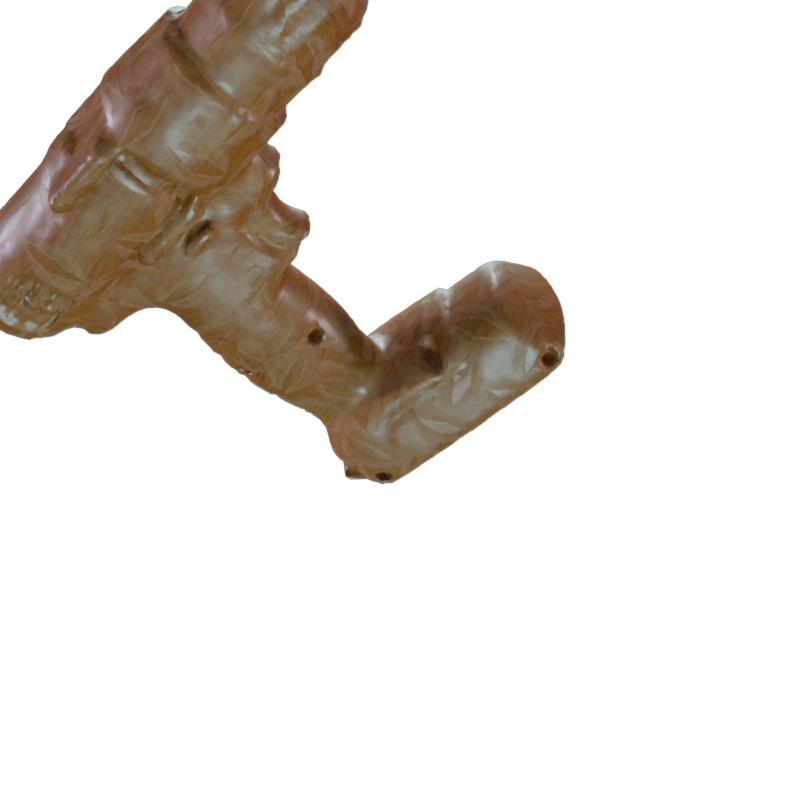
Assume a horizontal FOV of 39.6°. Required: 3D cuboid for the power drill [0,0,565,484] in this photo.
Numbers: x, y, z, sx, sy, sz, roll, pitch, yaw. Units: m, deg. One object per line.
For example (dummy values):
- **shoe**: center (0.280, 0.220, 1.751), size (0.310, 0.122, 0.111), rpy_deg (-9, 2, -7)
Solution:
- **power drill**: center (-0.030, -0.055, 0.387), size (0.177, 0.062, 0.182), rpy_deg (34, -55, -29)
